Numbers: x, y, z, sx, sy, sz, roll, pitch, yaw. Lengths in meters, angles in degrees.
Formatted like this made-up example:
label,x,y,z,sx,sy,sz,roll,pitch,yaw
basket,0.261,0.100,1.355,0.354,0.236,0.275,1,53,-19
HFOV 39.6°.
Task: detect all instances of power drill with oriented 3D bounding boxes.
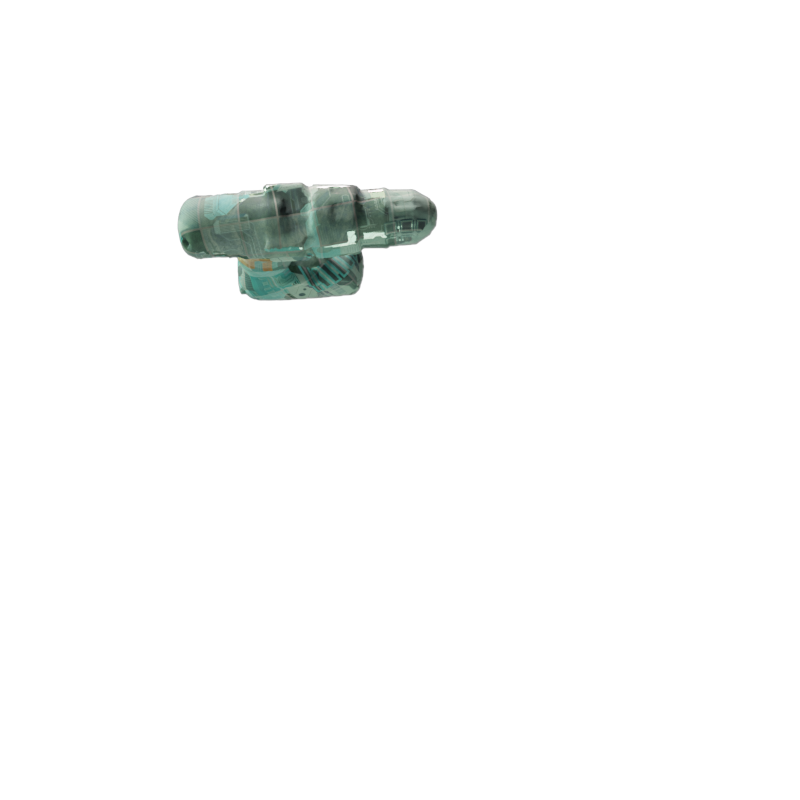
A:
label,x,y,z,sx,sy,sz,roll,pitch,yaw
power drill,-0.067,-0.122,0.857,0.185,0.059,0.182,0,-7,1
